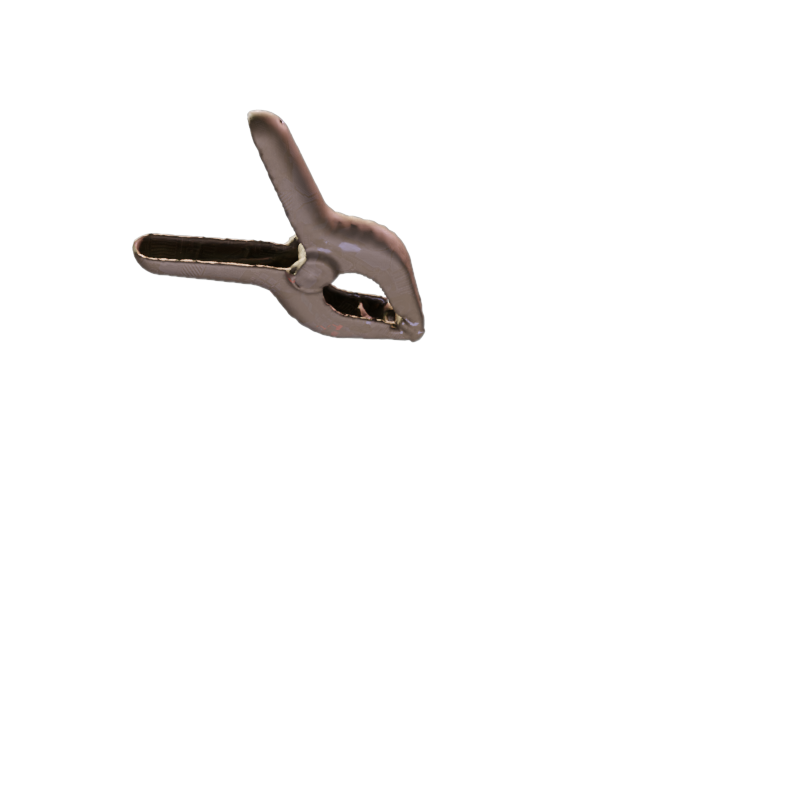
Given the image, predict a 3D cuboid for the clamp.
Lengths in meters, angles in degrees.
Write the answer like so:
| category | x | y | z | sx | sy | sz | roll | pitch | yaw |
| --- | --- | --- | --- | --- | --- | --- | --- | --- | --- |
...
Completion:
| category | x | y | z | sx | sy | sz | roll | pitch | yaw |
| --- | --- | --- | --- | --- | --- | --- | --- | --- | --- |
| clamp | -0.048 | -0.087 | 0.612 | 0.164 | 0.042 | 0.117 | 21 | -45 | -23 |
